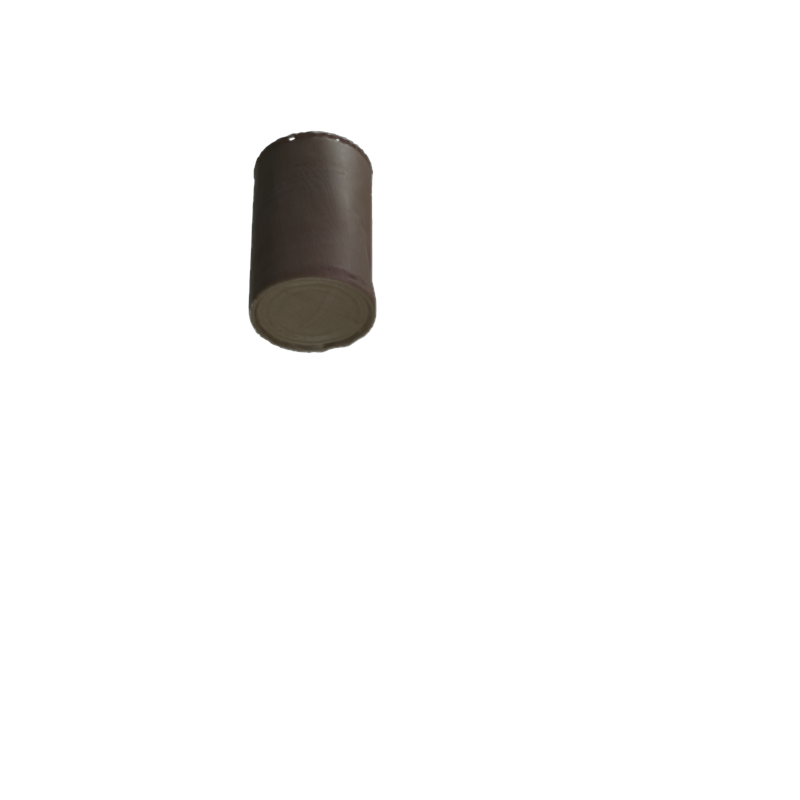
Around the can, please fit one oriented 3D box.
[{"bbox_3d":[-0.047,-0.085,0.597,0.068,0.110,0.064,-1,-37,-3],"label":"can"}]
